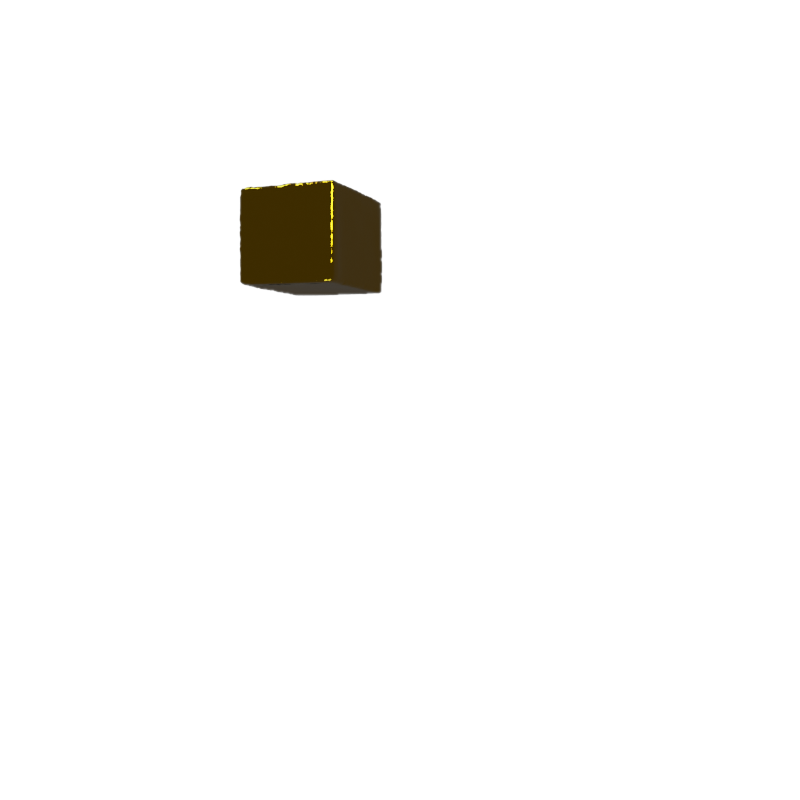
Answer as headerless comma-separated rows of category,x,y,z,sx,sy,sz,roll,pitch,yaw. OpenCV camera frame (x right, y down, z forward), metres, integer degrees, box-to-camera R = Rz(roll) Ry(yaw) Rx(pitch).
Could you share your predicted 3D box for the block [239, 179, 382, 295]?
block,-0.046,-0.084,0.590,0.054,0.052,0.075,-1,-2,19
